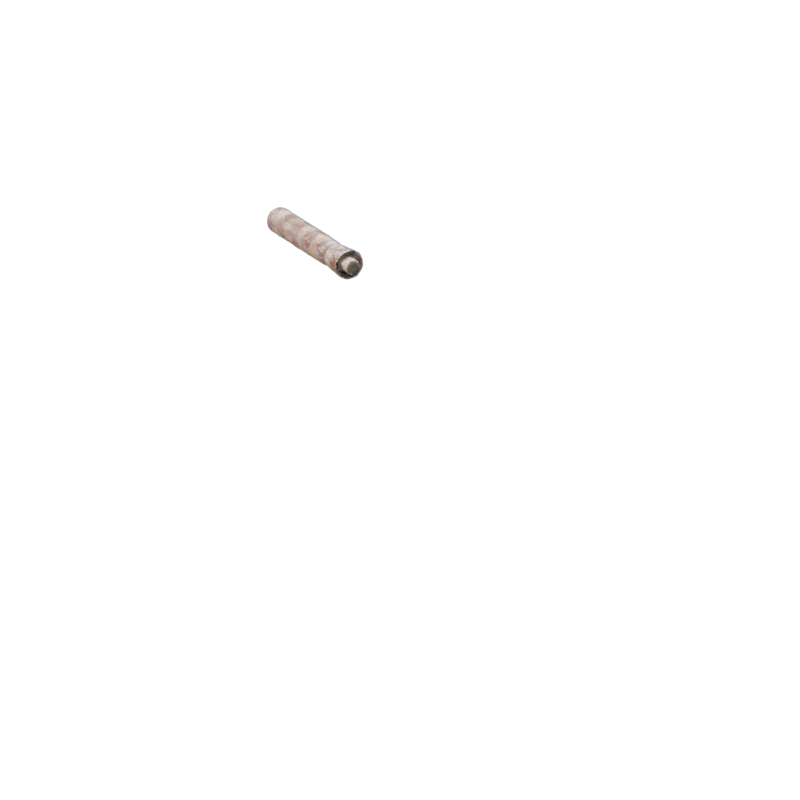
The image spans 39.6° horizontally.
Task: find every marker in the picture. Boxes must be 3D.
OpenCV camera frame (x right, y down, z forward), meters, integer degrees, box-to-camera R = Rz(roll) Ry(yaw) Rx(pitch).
[{"bbox_3d":[-0.056,-0.103,0.719,0.019,0.019,0.129,-2,22,-27],"label":"marker"}]
